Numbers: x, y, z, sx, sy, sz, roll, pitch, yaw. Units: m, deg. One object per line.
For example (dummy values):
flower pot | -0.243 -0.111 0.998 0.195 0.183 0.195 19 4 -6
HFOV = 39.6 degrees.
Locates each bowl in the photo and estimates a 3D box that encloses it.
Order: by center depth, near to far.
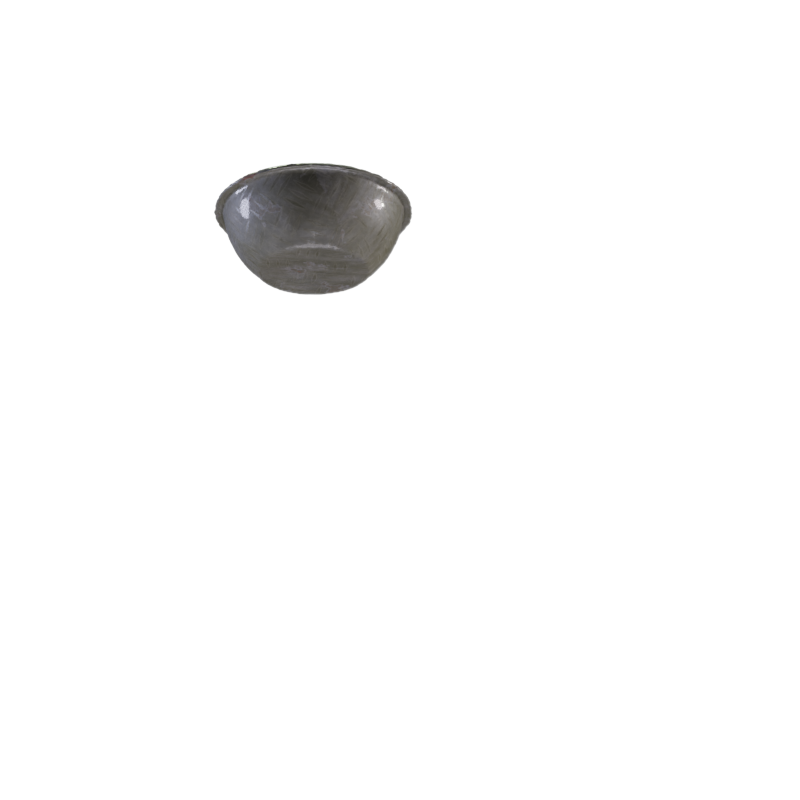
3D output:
bowl | -0.070 -0.128 0.899 0.162 0.058 0.154 1 -21 -2
